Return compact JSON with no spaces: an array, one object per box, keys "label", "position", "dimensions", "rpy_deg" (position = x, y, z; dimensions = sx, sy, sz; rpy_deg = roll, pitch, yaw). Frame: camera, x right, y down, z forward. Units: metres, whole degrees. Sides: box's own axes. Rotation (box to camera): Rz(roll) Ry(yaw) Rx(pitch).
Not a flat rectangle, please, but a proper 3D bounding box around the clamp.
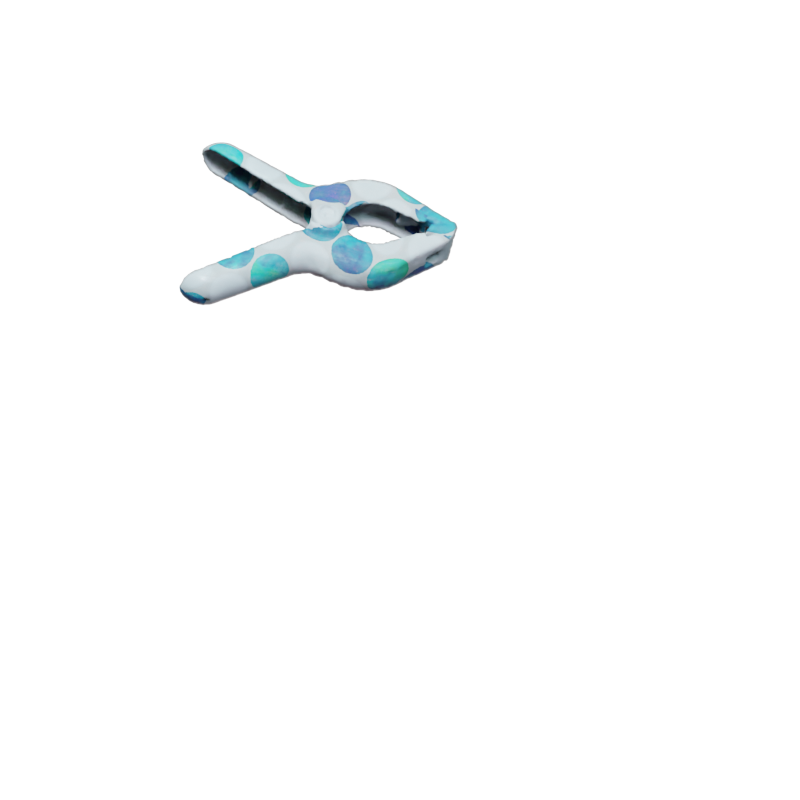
[{"label":"clamp","position":[-0.054,-0.098,0.689],"dimensions":[0.173,0.126,0.037],"rpy_deg":[11,-28,6]}]
